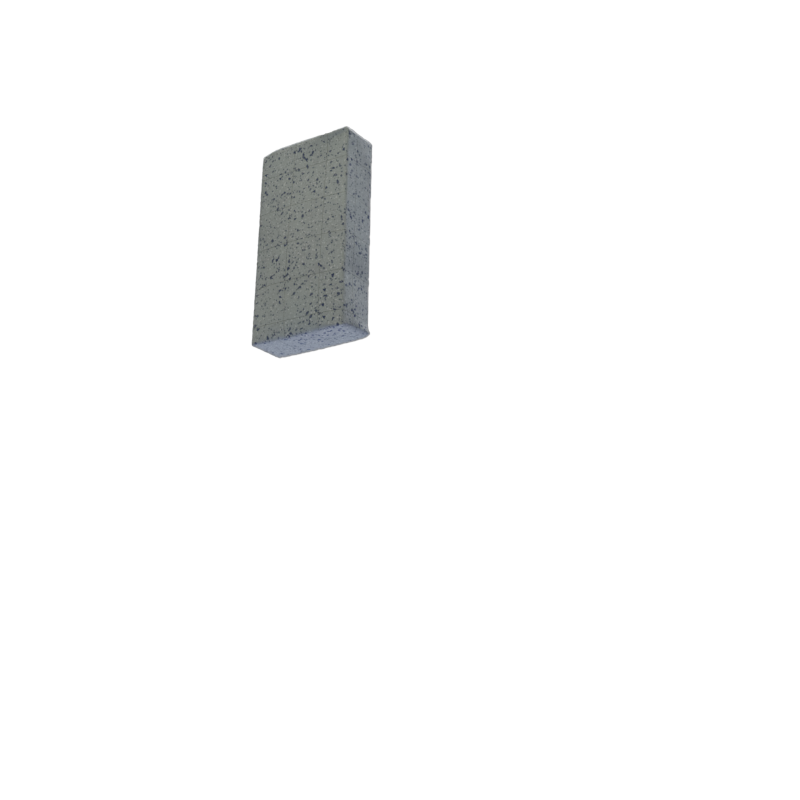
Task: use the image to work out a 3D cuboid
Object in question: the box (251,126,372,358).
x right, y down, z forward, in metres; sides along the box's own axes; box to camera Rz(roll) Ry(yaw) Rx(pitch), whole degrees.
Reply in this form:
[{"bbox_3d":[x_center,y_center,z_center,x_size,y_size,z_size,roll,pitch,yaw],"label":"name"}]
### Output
[{"bbox_3d":[-0.072,-0.130,0.910,0.095,0.185,0.045,-15,-25,31],"label":"box"}]
